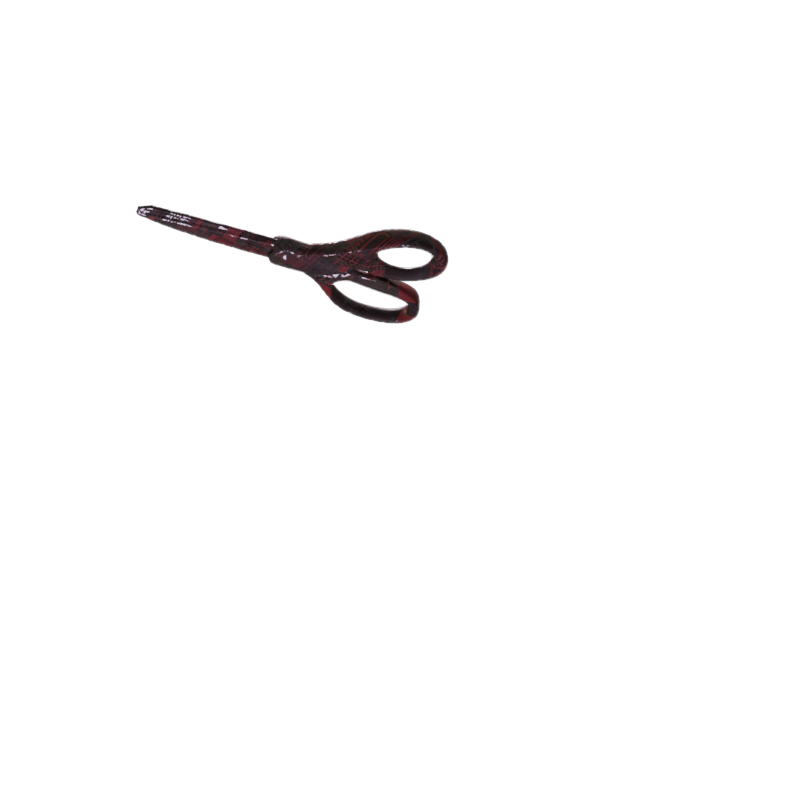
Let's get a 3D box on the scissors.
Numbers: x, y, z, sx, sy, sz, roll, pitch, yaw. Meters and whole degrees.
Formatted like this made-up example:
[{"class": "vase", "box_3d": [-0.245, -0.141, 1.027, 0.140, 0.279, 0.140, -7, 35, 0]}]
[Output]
[{"class": "scissors", "box_3d": [-0.054, -0.099, 0.691, 0.190, 0.017, 0.095, 26, -41, -33]}]
